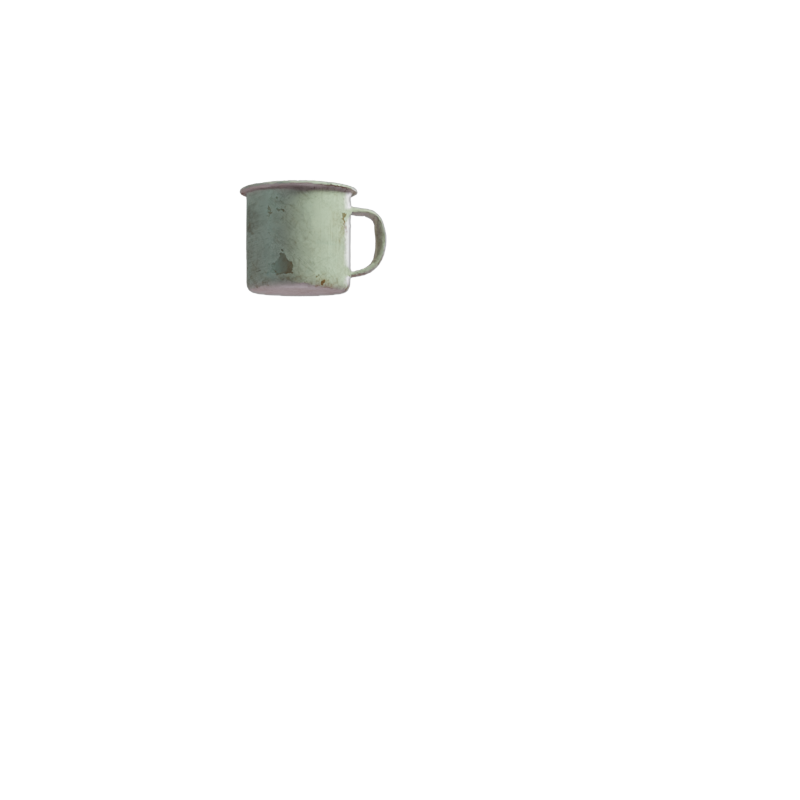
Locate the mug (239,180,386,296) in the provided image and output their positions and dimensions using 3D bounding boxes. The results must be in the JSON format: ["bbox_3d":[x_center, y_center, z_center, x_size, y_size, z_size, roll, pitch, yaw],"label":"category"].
[{"bbox_3d":[-0.068,-0.125,0.873,0.115,0.083,0.094,0,-3,-15],"label":"mug"}]
